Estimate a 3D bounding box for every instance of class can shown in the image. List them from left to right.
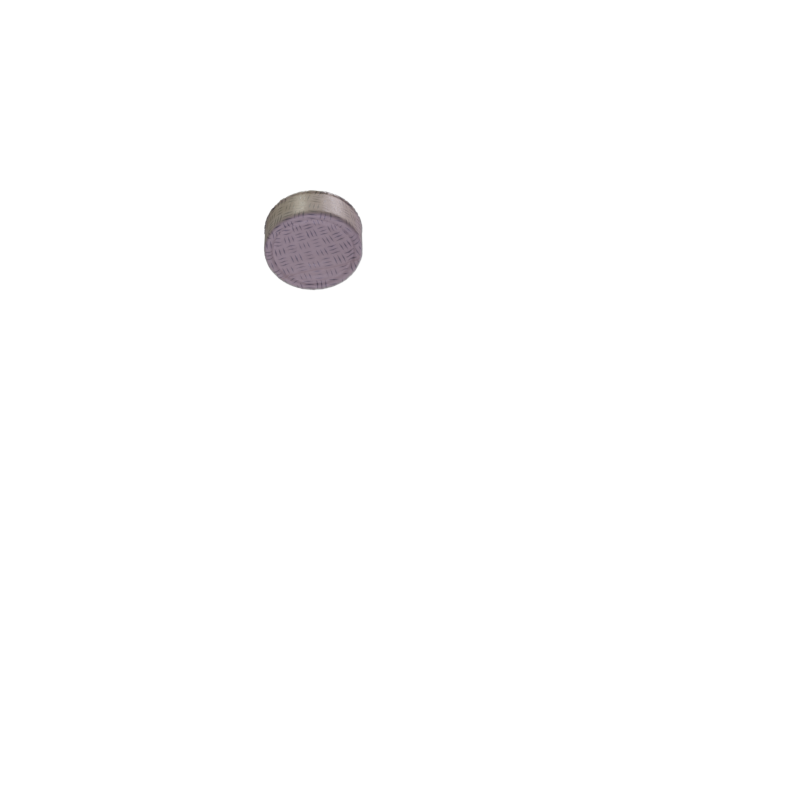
[{"bbox_3d":[-0.075,-0.136,0.956,0.086,0.080,0.036,1,41,-1],"label":"can"}]
